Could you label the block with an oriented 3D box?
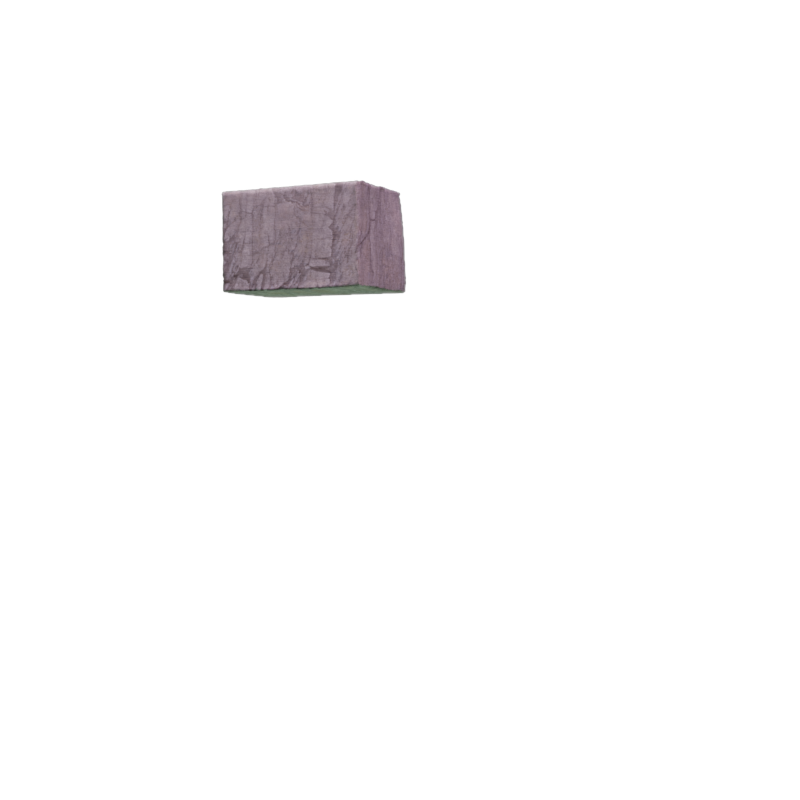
[{"bbox_3d":[-0.043,-0.078,0.549,0.080,0.052,0.051,0,-2,25],"label":"block"}]
